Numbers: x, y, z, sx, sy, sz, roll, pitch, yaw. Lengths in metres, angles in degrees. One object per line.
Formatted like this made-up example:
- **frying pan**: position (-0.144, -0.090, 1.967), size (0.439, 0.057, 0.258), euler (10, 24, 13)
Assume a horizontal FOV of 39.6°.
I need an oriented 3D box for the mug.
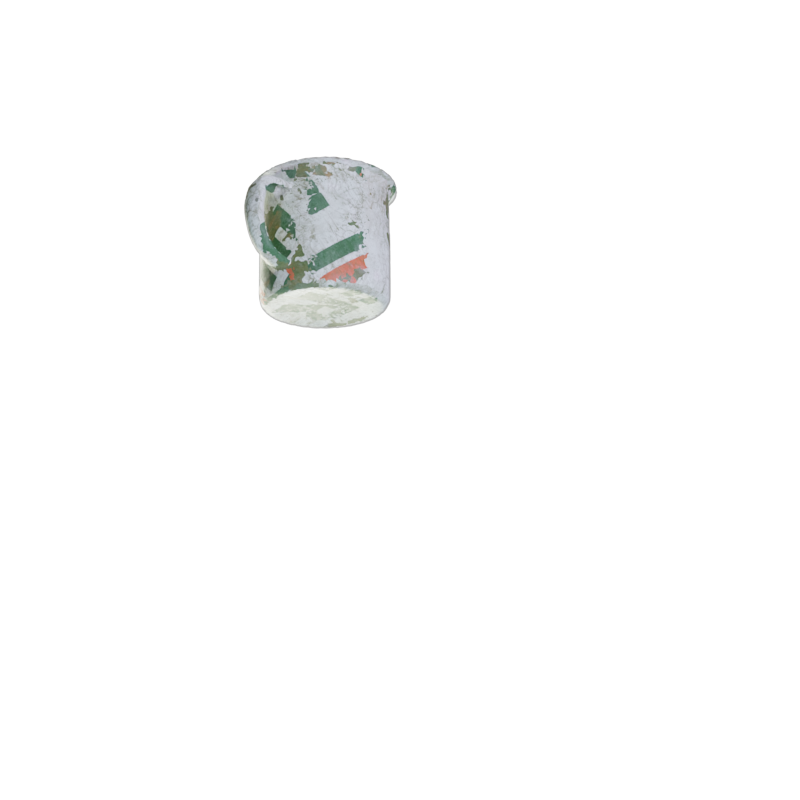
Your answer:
- **mug**: position (-0.054, -0.098, 0.687), size (0.095, 0.086, 0.109), euler (-14, -24, 31)
